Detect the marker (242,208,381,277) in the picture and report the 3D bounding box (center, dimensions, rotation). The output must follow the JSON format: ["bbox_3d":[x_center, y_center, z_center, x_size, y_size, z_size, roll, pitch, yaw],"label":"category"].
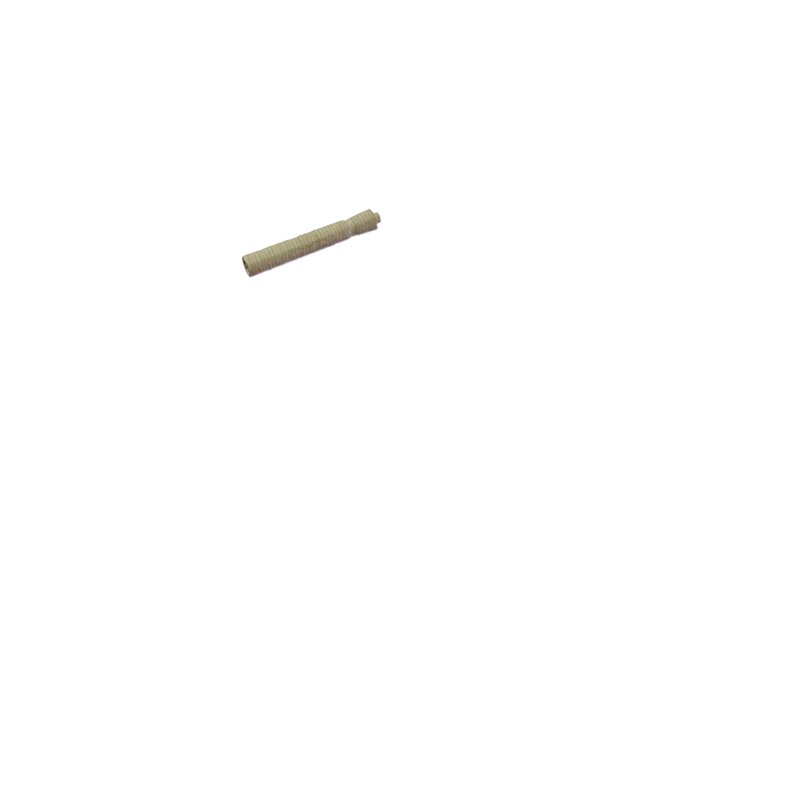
[{"bbox_3d":[-0.072,-0.131,0.919,0.120,0.019,0.020,-22,10,-12],"label":"marker"}]
